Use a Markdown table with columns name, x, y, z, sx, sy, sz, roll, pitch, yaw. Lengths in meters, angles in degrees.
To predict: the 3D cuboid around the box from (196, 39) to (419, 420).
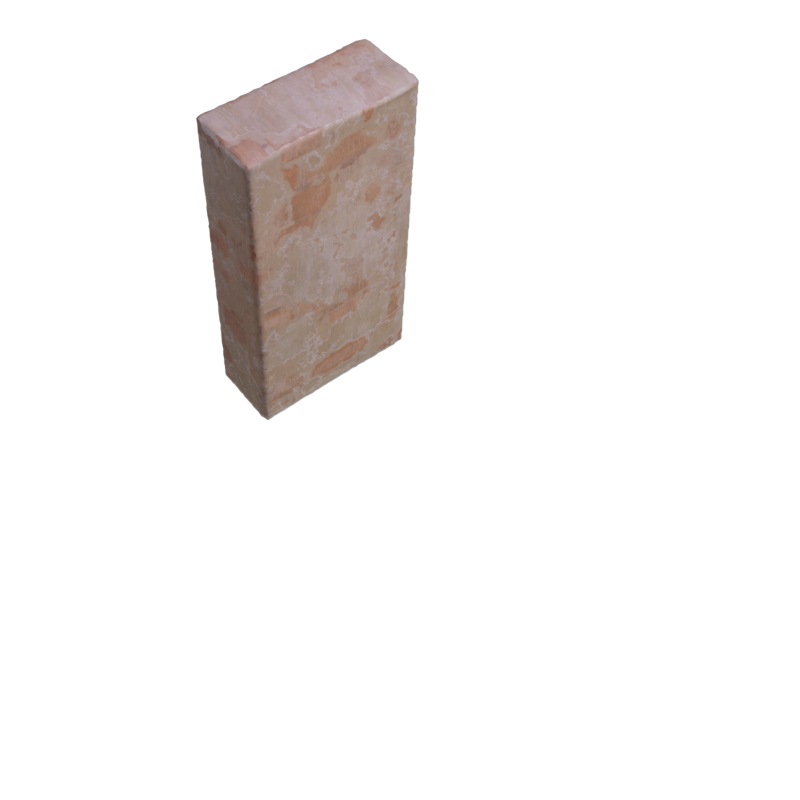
| name | x | y | z | sx | sy | sz | roll | pitch | yaw |
| --- | --- | --- | --- | --- | --- | --- | --- | --- | --- |
| box | -0.041 | -0.075 | 0.526 | 0.093 | 0.051 | 0.164 | -32 | -29 | -24 |
